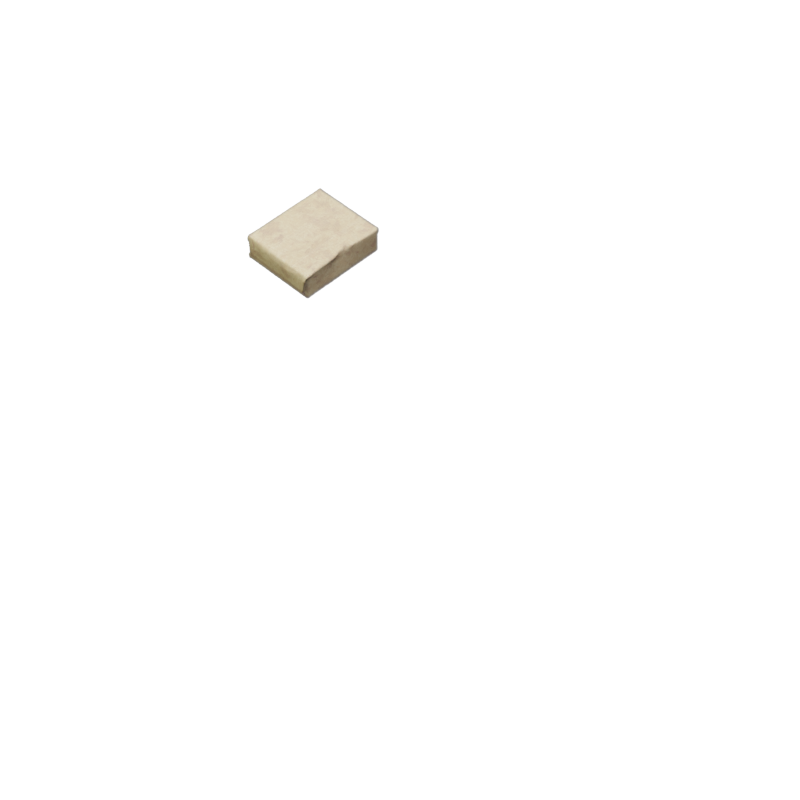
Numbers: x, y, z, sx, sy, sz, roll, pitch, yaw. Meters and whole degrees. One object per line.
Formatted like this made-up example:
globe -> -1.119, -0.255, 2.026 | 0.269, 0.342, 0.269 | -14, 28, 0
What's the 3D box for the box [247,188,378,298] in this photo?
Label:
box -> -0.074, -0.135, 0.949 | 0.078, 0.028, 0.090 | 36, 57, 28
